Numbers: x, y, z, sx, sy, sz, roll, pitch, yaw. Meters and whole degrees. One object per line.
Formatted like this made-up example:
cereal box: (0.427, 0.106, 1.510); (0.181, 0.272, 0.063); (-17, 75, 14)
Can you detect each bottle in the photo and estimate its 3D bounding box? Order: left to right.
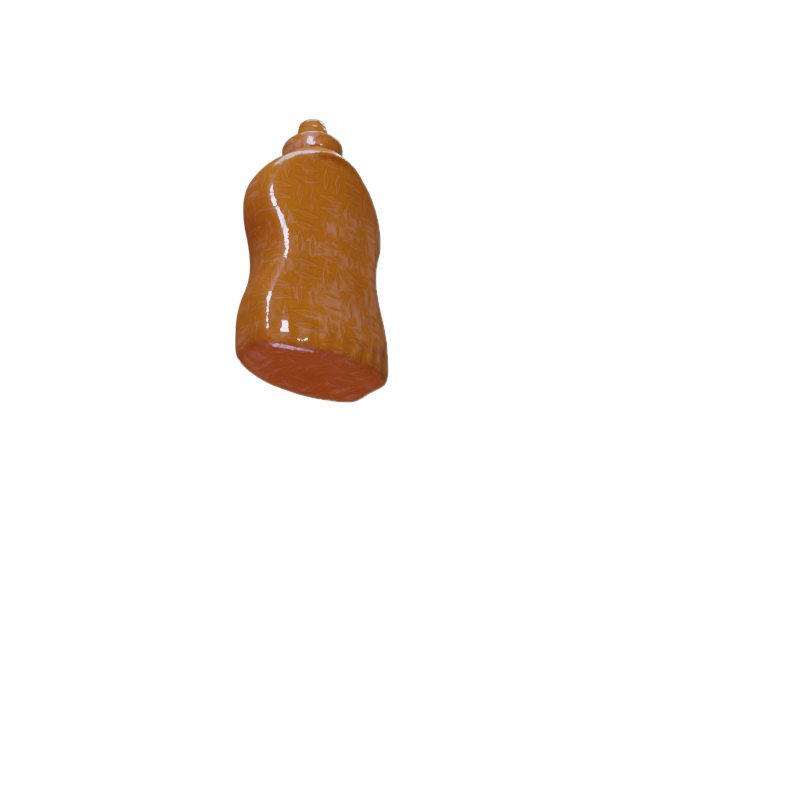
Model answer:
bottle: (-0.055, -0.100, 0.702); (0.091, 0.204, 0.058); (20, -38, -32)
